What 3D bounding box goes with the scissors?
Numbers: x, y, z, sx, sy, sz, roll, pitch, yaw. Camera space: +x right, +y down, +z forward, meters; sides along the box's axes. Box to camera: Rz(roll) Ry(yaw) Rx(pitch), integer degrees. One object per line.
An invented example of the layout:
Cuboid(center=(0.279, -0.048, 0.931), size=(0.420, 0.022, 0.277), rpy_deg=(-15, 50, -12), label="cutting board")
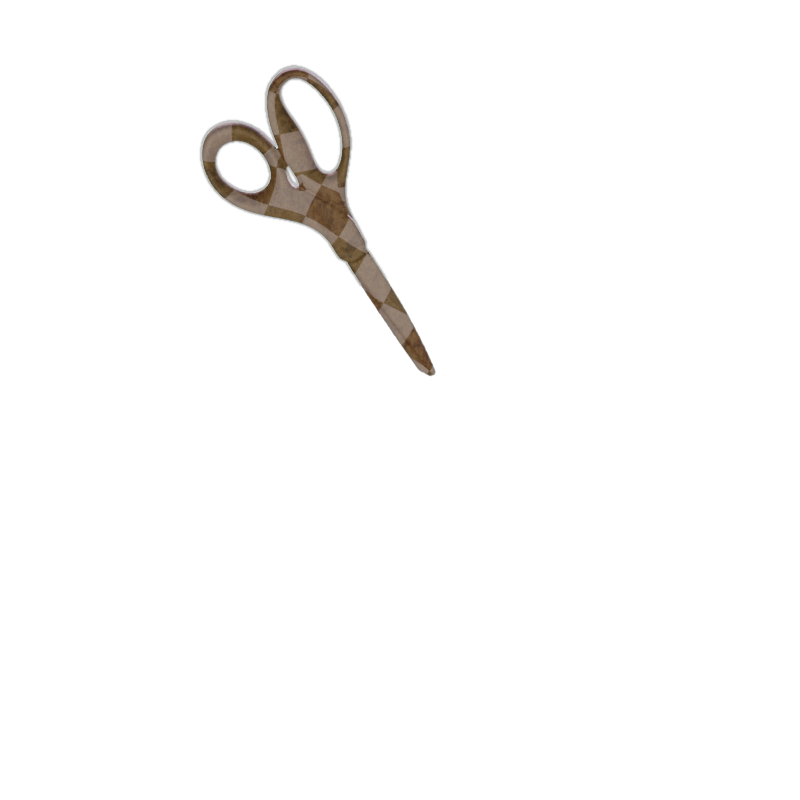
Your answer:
Cuboid(center=(-0.051, -0.093, 0.650), size=(0.096, 0.194, 0.016), rpy_deg=(-15, 14, 4), label="scissors")
